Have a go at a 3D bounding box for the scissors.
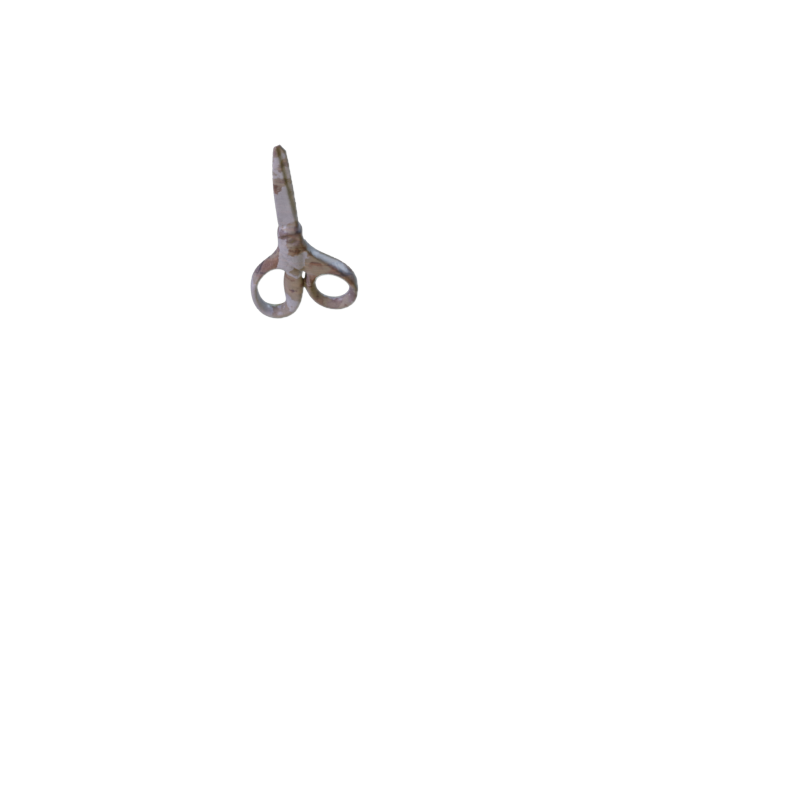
[{"bbox_3d":[-0.067,-0.122,0.853,0.094,0.017,0.192,8,-33,-12],"label":"scissors"}]
